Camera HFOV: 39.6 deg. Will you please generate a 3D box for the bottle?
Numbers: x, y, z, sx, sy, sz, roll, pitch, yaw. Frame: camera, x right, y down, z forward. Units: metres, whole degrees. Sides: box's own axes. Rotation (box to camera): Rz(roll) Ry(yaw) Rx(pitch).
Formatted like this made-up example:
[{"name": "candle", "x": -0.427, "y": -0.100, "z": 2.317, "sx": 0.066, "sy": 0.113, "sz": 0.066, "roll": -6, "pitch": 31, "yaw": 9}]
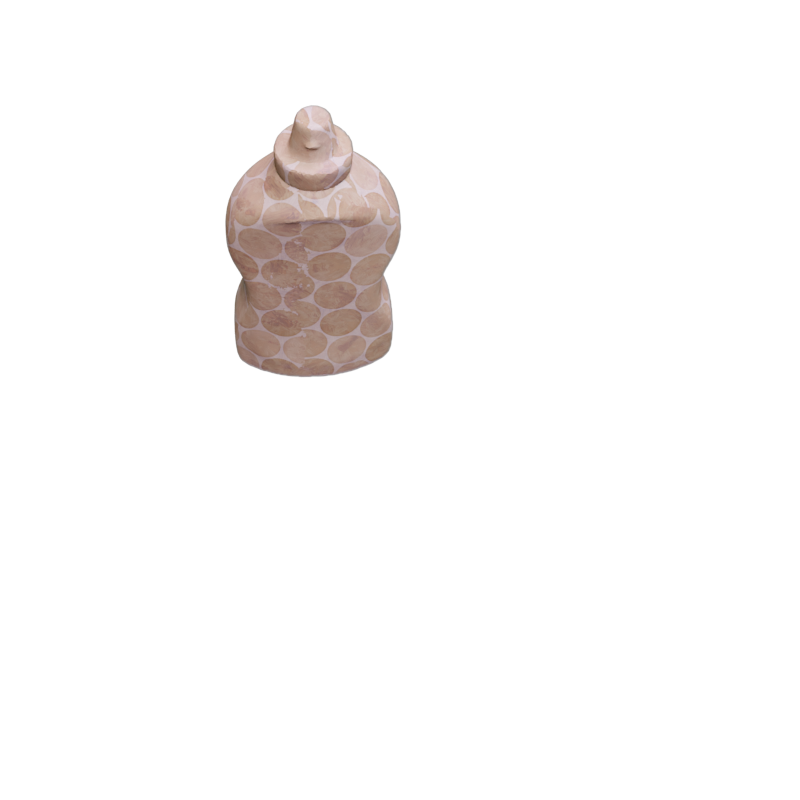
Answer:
[{"name": "bottle", "x": -0.049, "y": -0.088, "z": 0.621, "sx": 0.096, "sy": 0.063, "sz": 0.179, "roll": 0, "pitch": -36, "yaw": -4}]
